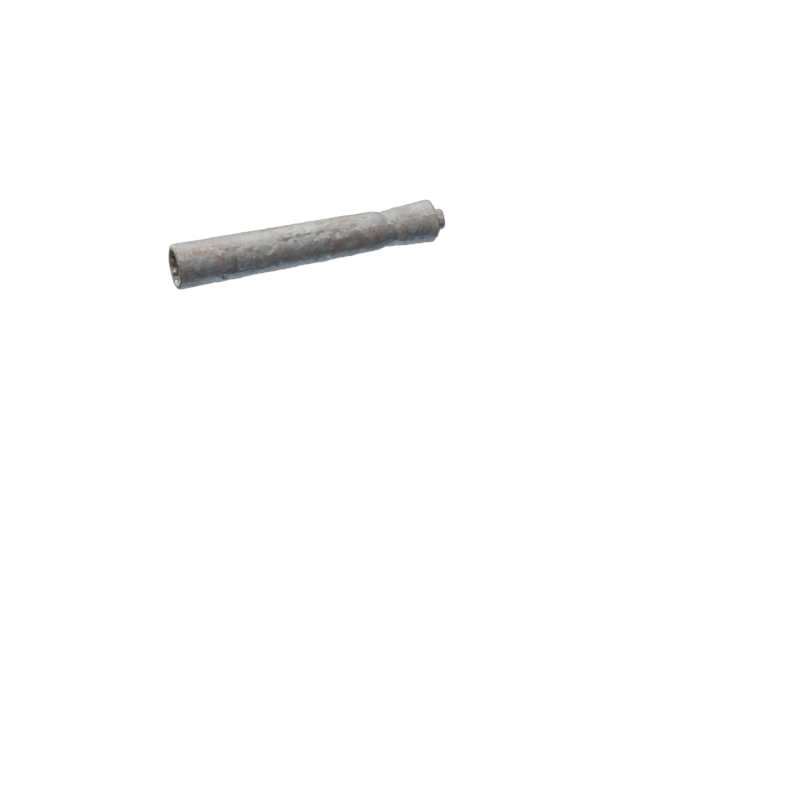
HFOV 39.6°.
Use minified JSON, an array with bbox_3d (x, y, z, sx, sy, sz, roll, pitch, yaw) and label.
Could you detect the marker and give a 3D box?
[{"bbox_3d":[-0.036,-0.066,0.465,0.119,0.019,0.020,-13,9,-20],"label":"marker"}]
